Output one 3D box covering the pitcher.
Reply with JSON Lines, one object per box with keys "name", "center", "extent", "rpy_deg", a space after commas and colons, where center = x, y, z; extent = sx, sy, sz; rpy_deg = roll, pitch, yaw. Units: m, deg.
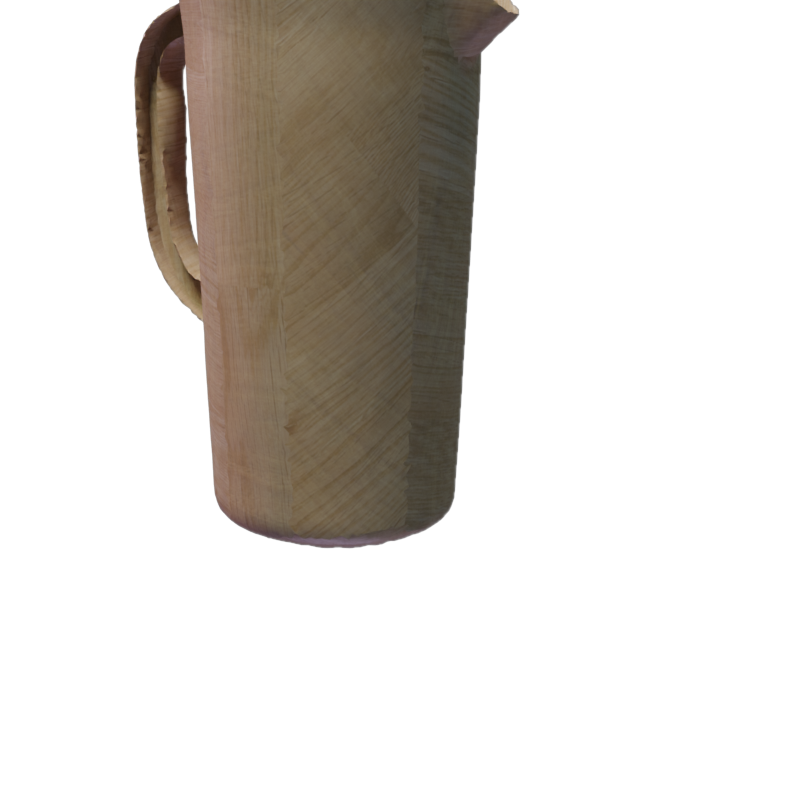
{"name": "pitcher", "center": [-0.038, -0.070, 0.492], "extent": [0.142, 0.239, 0.155], "rpy_deg": [-2, 9, -16]}
